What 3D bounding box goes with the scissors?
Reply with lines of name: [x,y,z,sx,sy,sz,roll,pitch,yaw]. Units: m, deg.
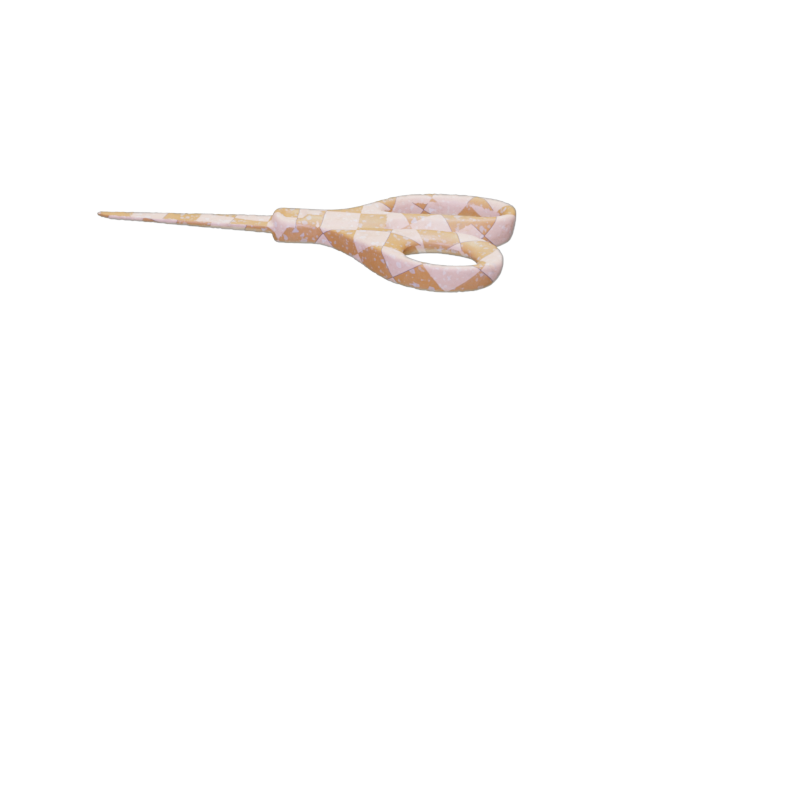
scissors: [-0.040,-0.074,0.516,0.200,0.015,0.103,-4,31,-7]
